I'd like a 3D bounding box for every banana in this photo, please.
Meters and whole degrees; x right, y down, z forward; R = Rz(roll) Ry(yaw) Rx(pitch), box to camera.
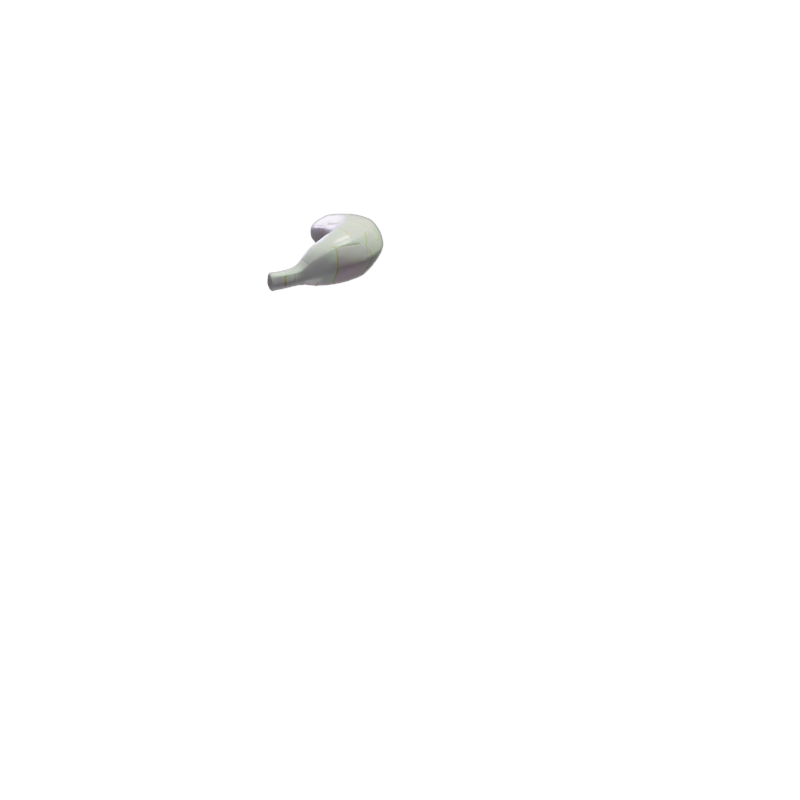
[{"bbox_3d":[-0.046,-0.115,0.814,0.070,0.036,0.202,2,16,5],"label":"banana"}]
